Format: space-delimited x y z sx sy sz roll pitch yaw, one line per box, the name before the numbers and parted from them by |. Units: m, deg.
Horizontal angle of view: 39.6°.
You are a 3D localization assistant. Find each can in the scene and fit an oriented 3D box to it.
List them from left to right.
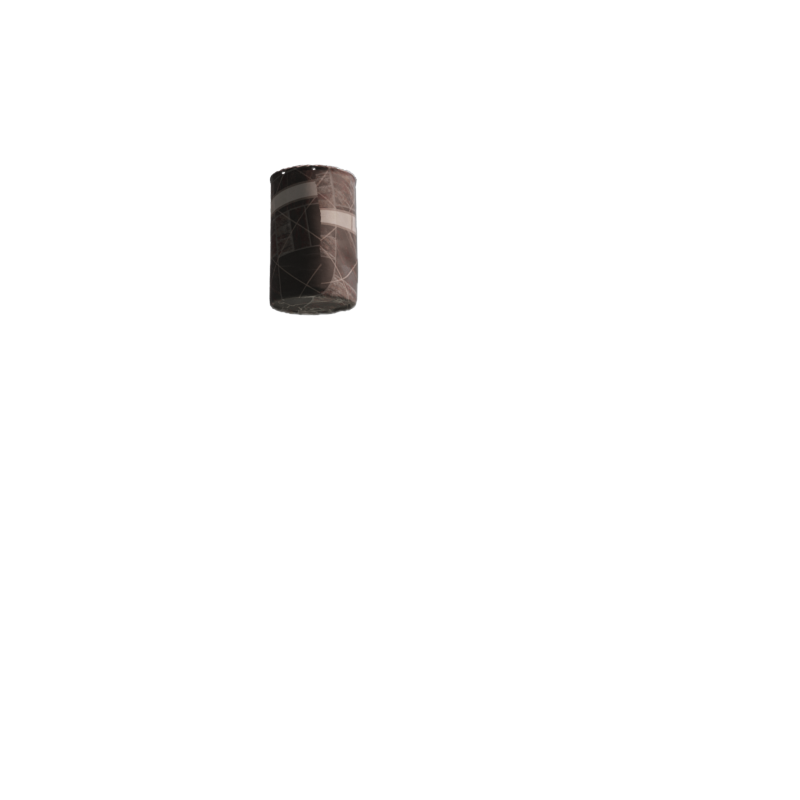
can | -0.067 -0.121 0.851 0.068 0.106 0.066 0 -13 -2
